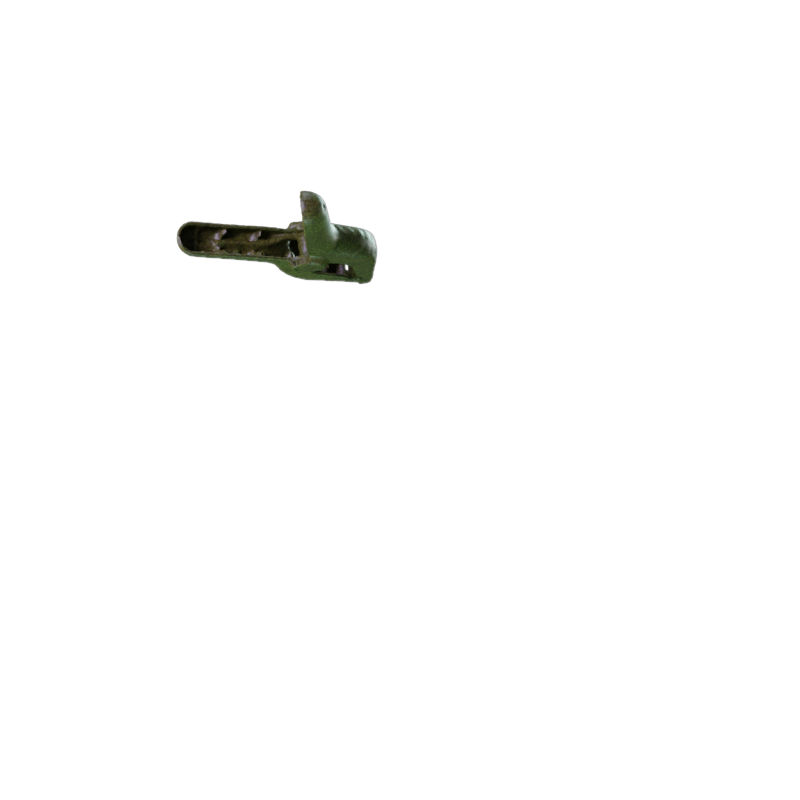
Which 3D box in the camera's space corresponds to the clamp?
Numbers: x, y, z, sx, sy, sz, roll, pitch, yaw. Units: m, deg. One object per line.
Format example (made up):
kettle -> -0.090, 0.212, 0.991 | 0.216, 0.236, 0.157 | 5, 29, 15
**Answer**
clamp -> -0.063, -0.115, 0.809 | 0.124, 0.040, 0.163 | -3, -4, 41
